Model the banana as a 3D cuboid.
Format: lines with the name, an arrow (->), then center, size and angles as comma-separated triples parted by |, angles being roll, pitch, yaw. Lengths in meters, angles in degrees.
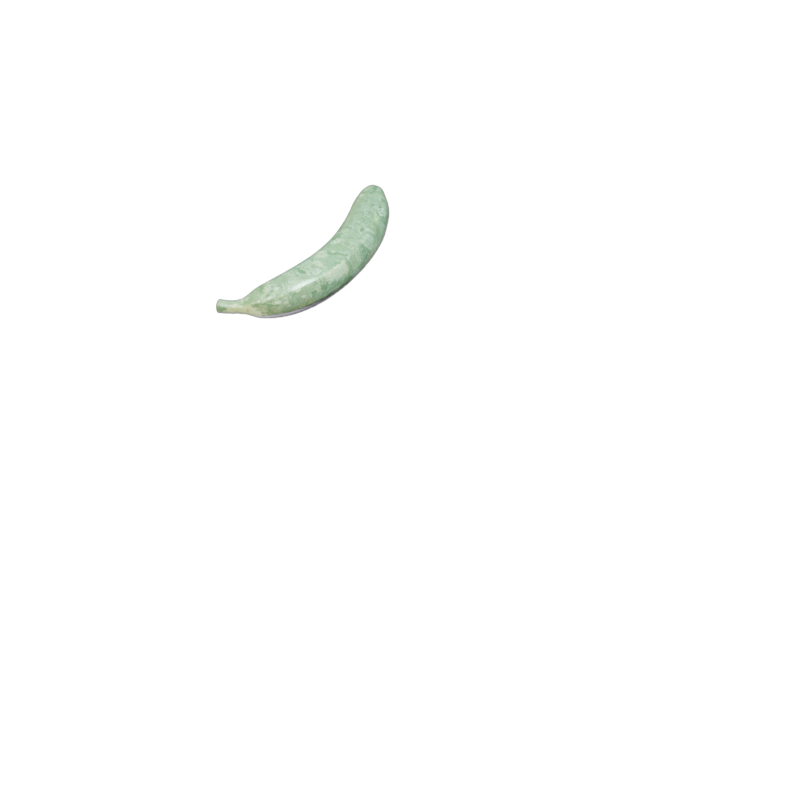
banana -> -0.061, -0.120, 0.915 | 0.074, 0.034, 0.200 | 30, 53, 26
